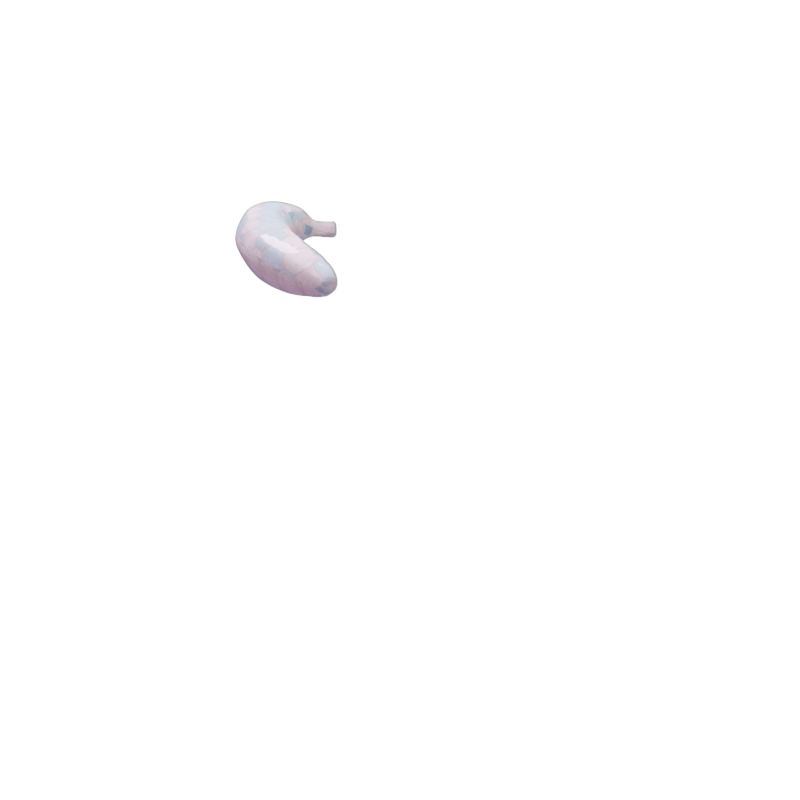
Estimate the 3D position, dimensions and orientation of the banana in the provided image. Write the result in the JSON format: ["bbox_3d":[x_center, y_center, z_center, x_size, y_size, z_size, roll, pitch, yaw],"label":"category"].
[{"bbox_3d":[-0.076,-0.107,0.741,0.069,0.035,0.206,-1,20,-2],"label":"banana"}]
